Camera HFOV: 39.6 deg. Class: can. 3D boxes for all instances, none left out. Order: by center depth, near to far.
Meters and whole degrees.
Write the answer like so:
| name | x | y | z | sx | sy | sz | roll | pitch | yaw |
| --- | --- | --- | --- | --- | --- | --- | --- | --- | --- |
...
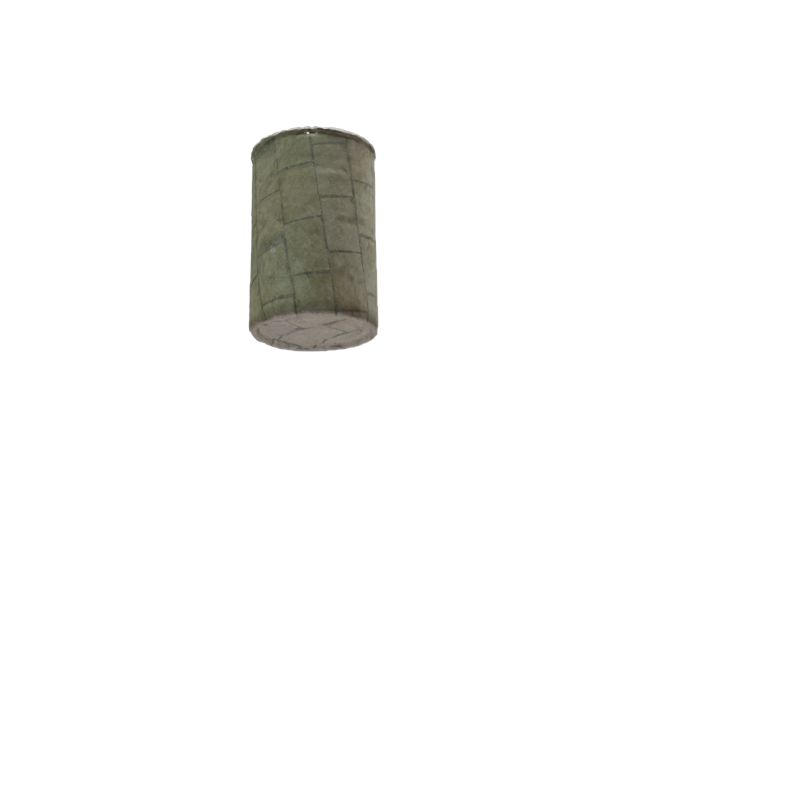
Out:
| name | x | y | z | sx | sy | sz | roll | pitch | yaw |
| --- | --- | --- | --- | --- | --- | --- | --- | --- | --- |
| can | -0.046 | -0.083 | 0.584 | 0.068 | 0.107 | 0.065 | 0 | -19 | -2 |
